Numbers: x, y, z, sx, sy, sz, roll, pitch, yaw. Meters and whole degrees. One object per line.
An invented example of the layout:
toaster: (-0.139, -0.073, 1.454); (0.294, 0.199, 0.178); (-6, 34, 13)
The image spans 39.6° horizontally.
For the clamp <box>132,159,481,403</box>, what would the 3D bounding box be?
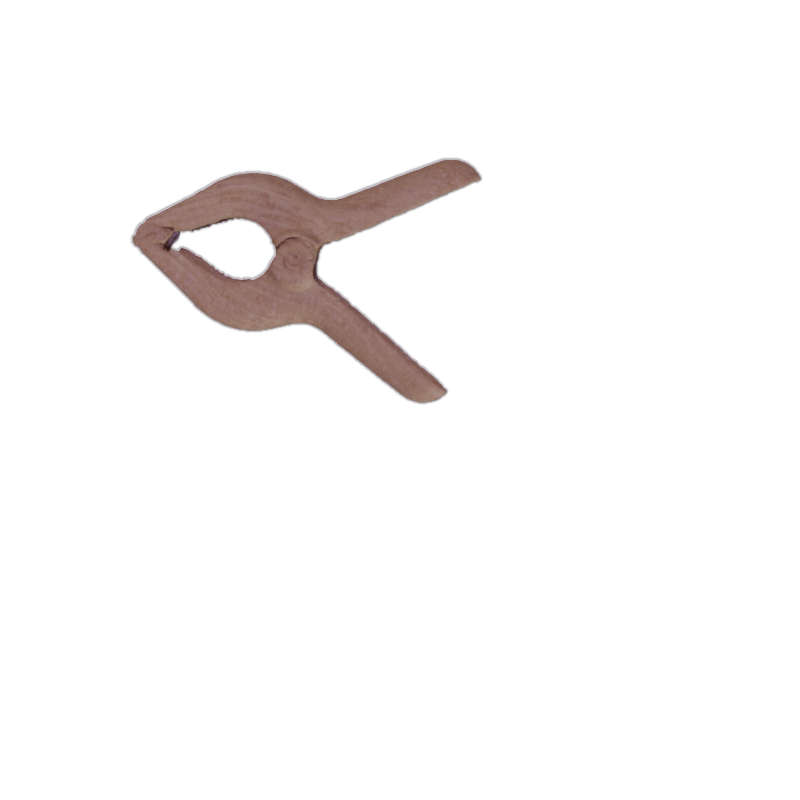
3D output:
clamp: (-0.043, -0.079, 0.553); (0.172, 0.121, 0.039); (18, -5, 1)
